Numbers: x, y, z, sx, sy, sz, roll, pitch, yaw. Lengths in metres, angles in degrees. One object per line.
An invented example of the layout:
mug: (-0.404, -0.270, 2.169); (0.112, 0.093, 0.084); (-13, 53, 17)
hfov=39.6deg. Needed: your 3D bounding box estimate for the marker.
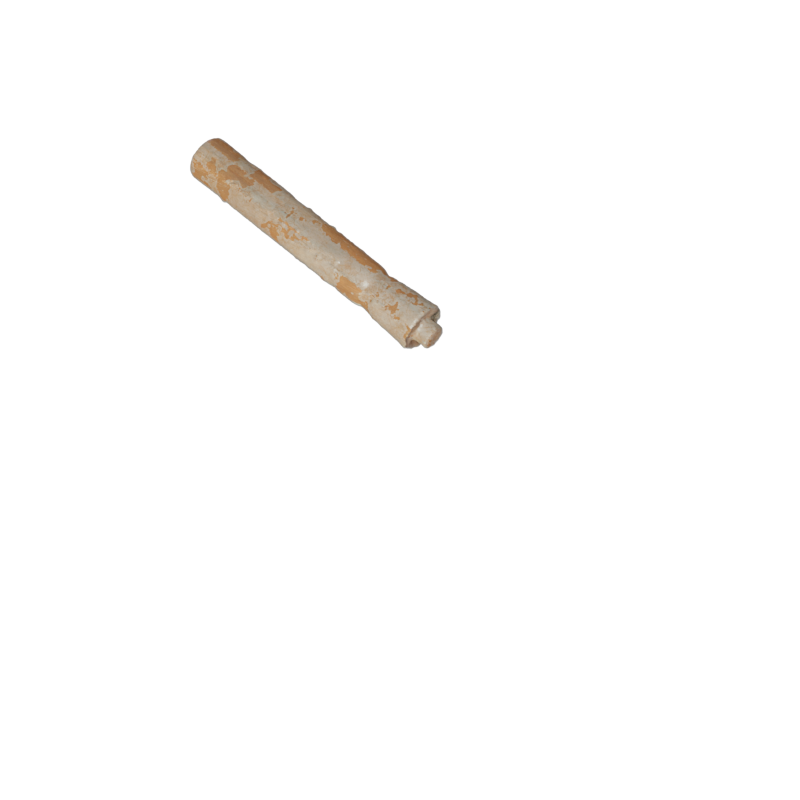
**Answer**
marker: (-0.032, -0.059, 0.412); (0.128, 0.019, 0.019); (40, 22, 25)
